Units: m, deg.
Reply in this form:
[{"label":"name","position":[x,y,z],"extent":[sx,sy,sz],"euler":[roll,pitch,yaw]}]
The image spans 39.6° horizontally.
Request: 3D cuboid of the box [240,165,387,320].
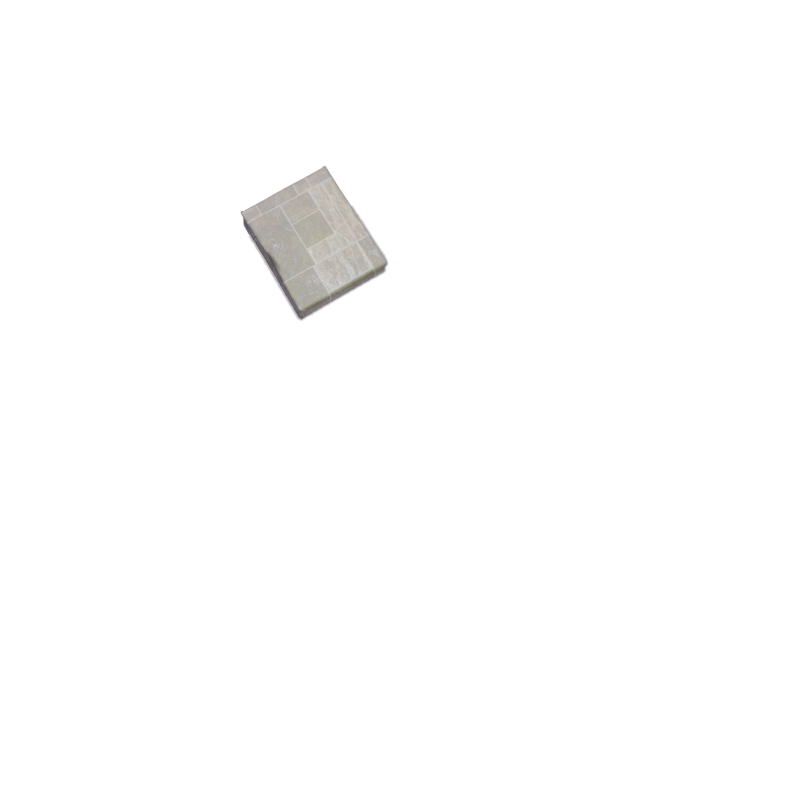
[{"label":"box","position":[-0.063,-0.115,0.806],"extent":[0.073,0.093,0.029],"euler":[-30,-14,-9]}]
